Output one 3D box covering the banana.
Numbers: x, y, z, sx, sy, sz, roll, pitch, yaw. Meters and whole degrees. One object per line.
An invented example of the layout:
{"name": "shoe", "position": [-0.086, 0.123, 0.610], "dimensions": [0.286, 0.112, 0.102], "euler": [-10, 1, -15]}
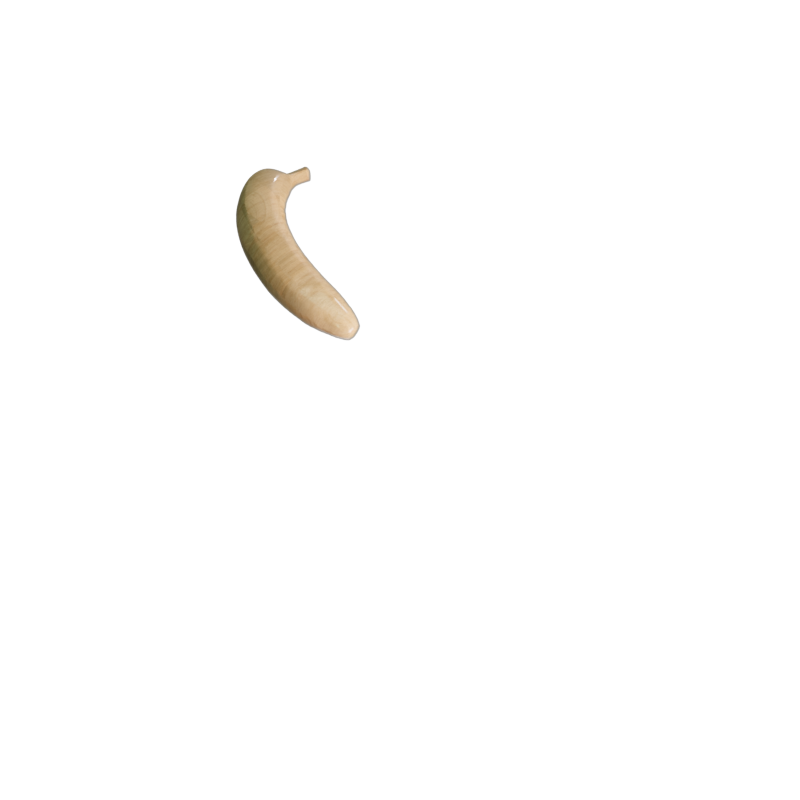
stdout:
{"name": "banana", "position": [-0.083, -0.117, 0.814], "dimensions": [0.069, 0.034, 0.214], "euler": [-8, 46, -9]}
